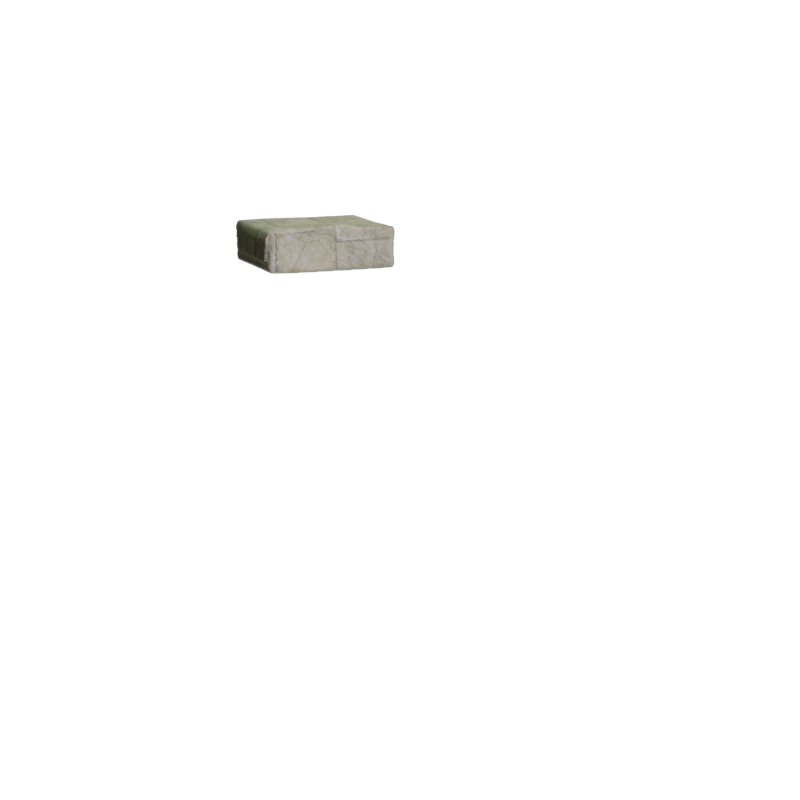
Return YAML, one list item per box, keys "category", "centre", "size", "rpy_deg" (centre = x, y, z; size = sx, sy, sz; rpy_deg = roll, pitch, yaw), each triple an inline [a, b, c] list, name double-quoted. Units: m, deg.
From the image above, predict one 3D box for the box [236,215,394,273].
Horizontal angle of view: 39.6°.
- category: "box"
  centre: [-0.058, -0.106, 0.740]
  size: [0.087, 0.029, 0.077]
  rpy_deg: [-5, 15, -20]
